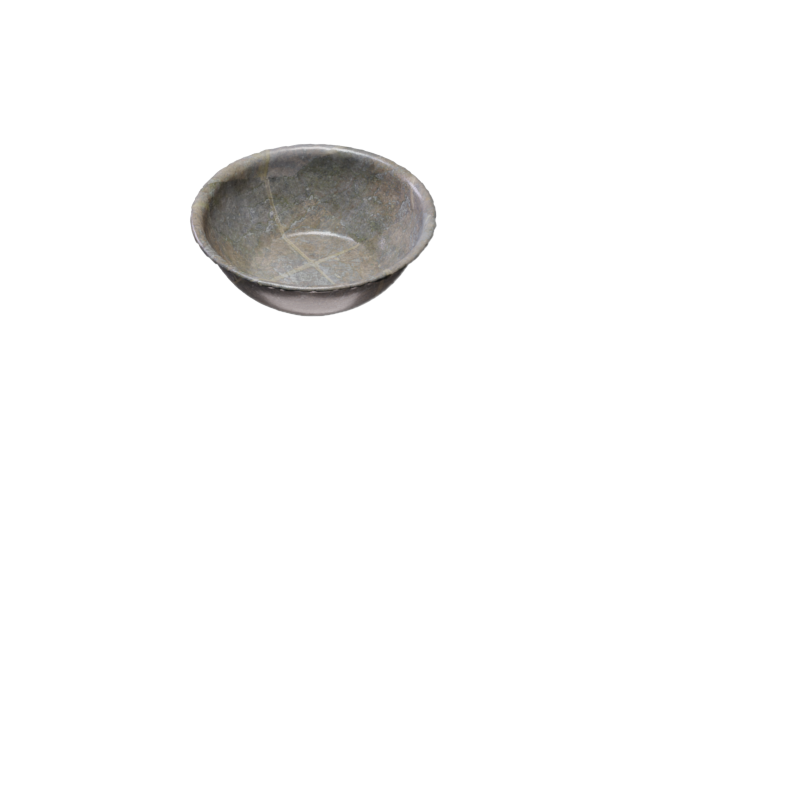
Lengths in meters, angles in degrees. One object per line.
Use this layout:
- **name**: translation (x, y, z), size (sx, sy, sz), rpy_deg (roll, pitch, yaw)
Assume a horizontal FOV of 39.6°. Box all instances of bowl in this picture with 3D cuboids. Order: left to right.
- **bowl**: translation (-0.058, -0.106, 0.745), size (0.162, 0.051, 0.174), rpy_deg (-1, 42, -1)
